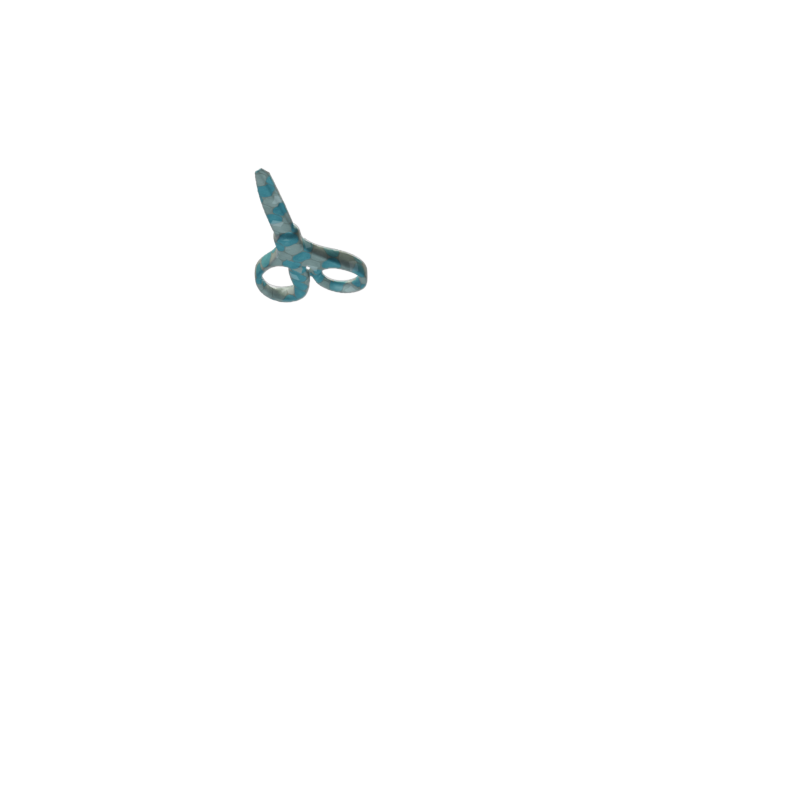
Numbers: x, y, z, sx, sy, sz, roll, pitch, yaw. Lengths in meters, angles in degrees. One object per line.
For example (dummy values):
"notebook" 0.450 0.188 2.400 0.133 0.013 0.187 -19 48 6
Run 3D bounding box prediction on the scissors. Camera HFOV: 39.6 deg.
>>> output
"scissors" -0.063 -0.114 0.800 0.095 0.017 0.194 3 -19 -9
